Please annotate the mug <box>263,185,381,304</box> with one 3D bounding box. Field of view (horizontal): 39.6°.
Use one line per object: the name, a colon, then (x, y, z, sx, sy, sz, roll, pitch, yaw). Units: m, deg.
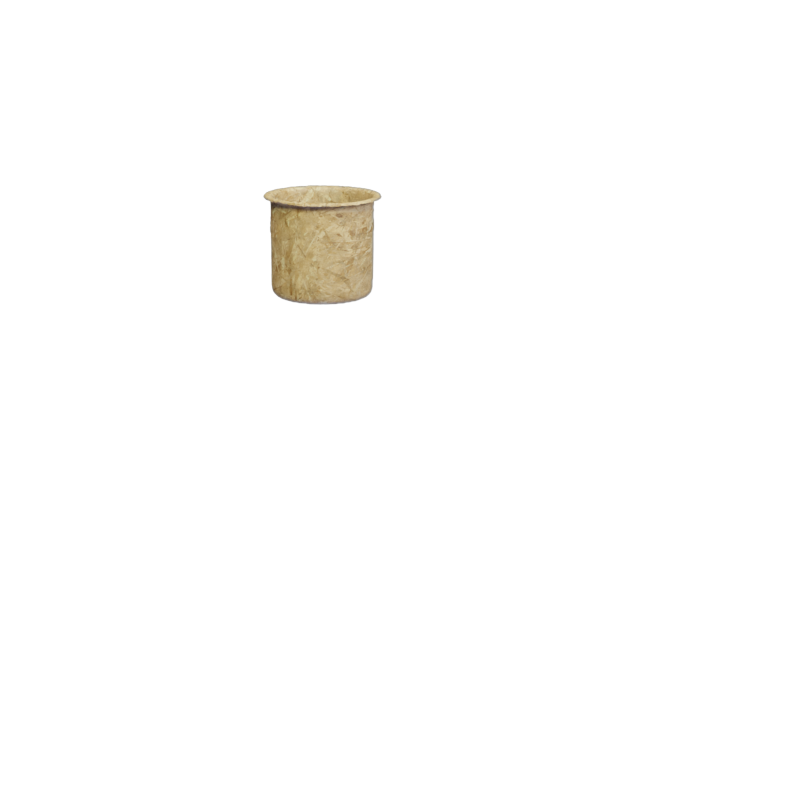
mug: (-0.070, -0.128, 0.893, 0.091, 0.079, 0.124, -12, 21, -37)
